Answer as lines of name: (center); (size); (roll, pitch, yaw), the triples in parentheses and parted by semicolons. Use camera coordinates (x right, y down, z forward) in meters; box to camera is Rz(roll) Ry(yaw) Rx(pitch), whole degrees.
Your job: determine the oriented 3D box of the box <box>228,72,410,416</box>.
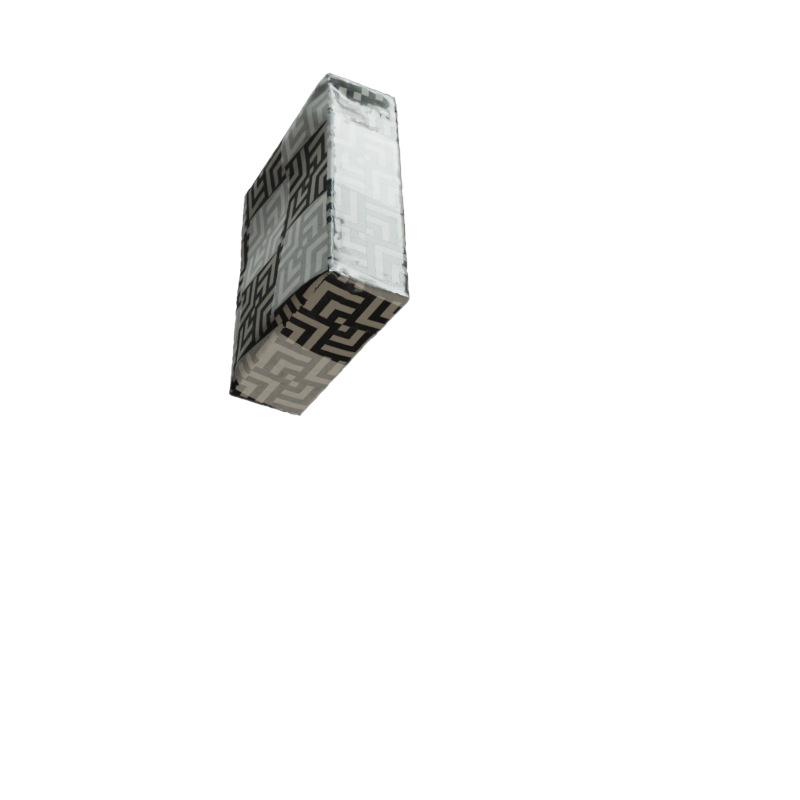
box: (-0.067, -0.123, 0.862); (0.069, 0.229, 0.160); (19, -43, -25)
